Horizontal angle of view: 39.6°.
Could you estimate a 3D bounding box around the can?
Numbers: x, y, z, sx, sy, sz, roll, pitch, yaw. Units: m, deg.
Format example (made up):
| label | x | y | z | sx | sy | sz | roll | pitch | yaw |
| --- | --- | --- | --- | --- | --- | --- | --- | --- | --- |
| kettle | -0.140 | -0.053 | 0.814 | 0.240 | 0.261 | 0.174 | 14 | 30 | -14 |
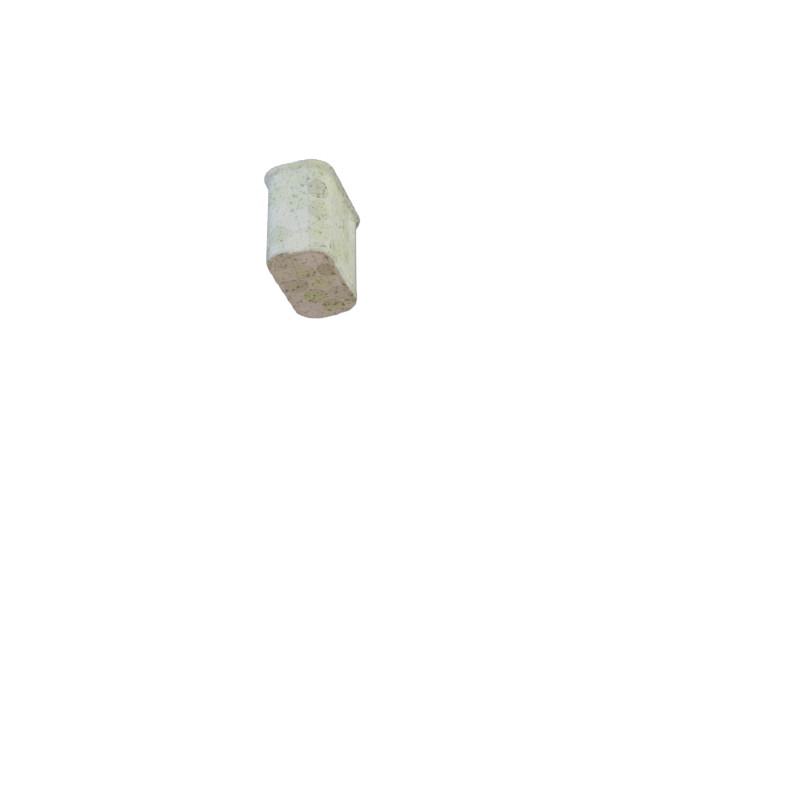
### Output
| label | x | y | z | sx | sy | sz | roll | pitch | yaw |
| --- | --- | --- | --- | --- | --- | --- | --- | --- | --- |
| can | -0.068 | -0.124 | 0.871 | 0.058 | 0.089 | 0.094 | -10 | -32 | 14 |
